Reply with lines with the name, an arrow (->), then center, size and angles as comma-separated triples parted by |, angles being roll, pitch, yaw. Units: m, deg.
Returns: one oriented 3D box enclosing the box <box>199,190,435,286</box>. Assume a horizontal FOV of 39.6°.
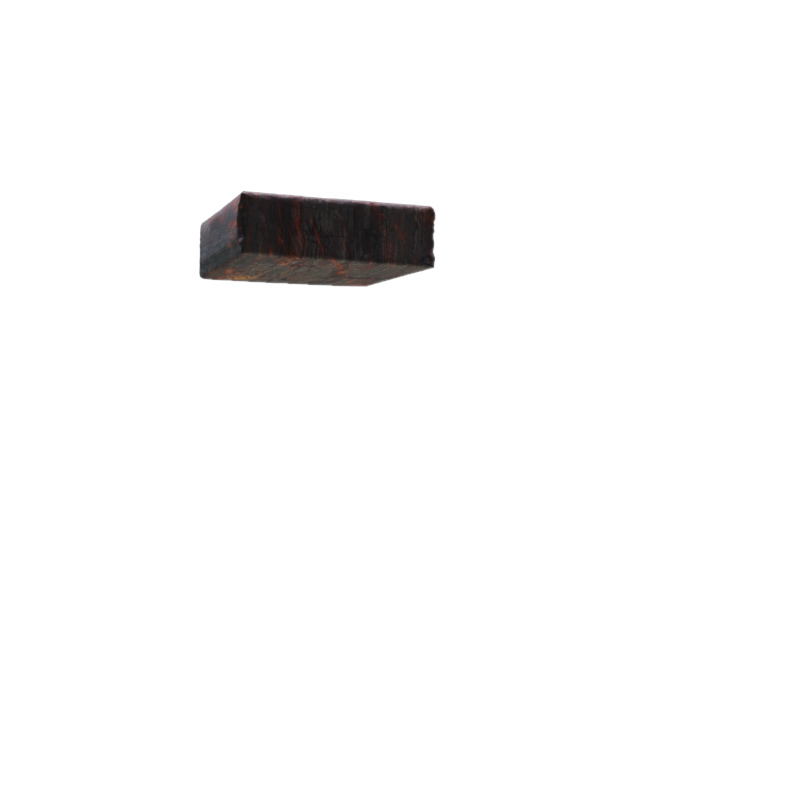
box -> -0.039, -0.071, 0.496 | 0.087, 0.031, 0.074 | 1, -3, -21
